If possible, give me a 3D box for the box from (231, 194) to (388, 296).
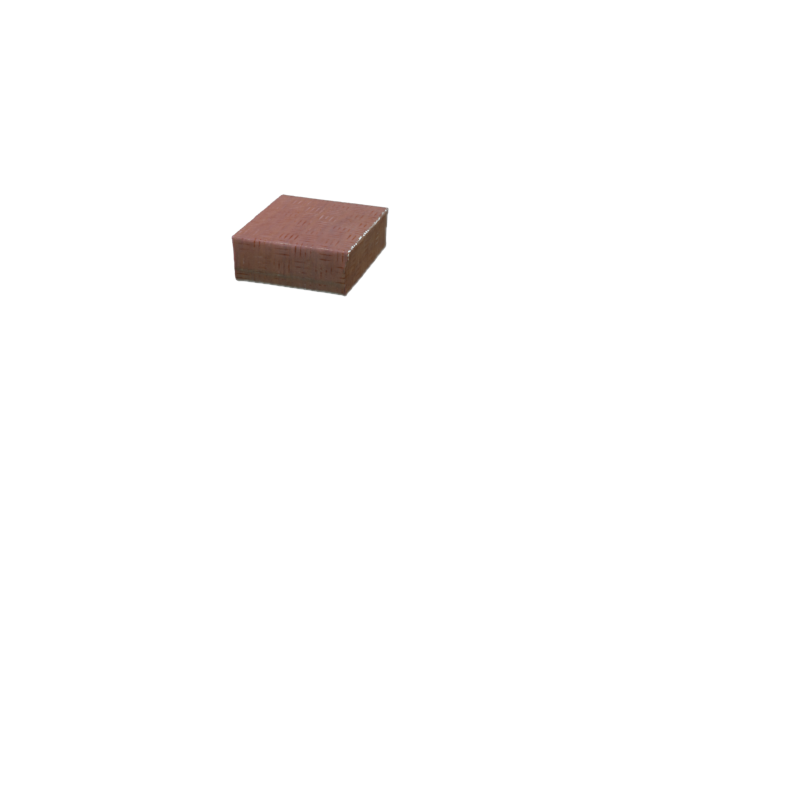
[{"bbox_3d":[-0.065,-0.119,0.835,0.092,0.037,0.117,7,29,13],"label":"box"}]
